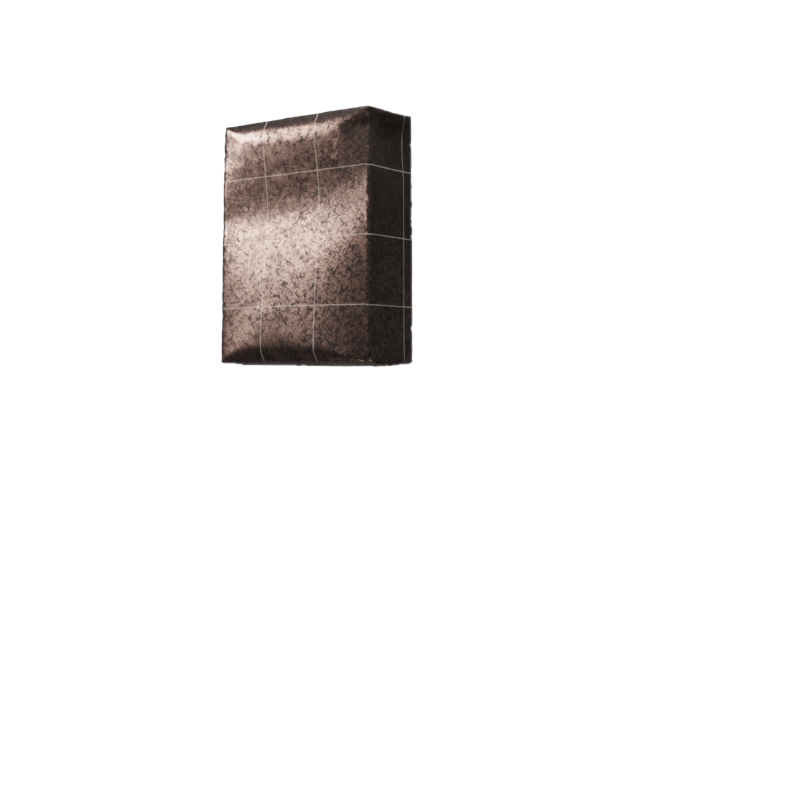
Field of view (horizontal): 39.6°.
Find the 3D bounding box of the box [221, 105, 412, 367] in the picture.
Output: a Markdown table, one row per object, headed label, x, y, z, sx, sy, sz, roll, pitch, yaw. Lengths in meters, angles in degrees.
| label | x | y | z | sx | sy | sz | roll | pitch | yaw |
| --- | --- | --- | --- | --- | --- | --- | --- | --- | --- |
| box | -0.075 | -0.137 | 0.960 | 0.170 | 0.216 | 0.069 | -2 | -4 | 35 |
